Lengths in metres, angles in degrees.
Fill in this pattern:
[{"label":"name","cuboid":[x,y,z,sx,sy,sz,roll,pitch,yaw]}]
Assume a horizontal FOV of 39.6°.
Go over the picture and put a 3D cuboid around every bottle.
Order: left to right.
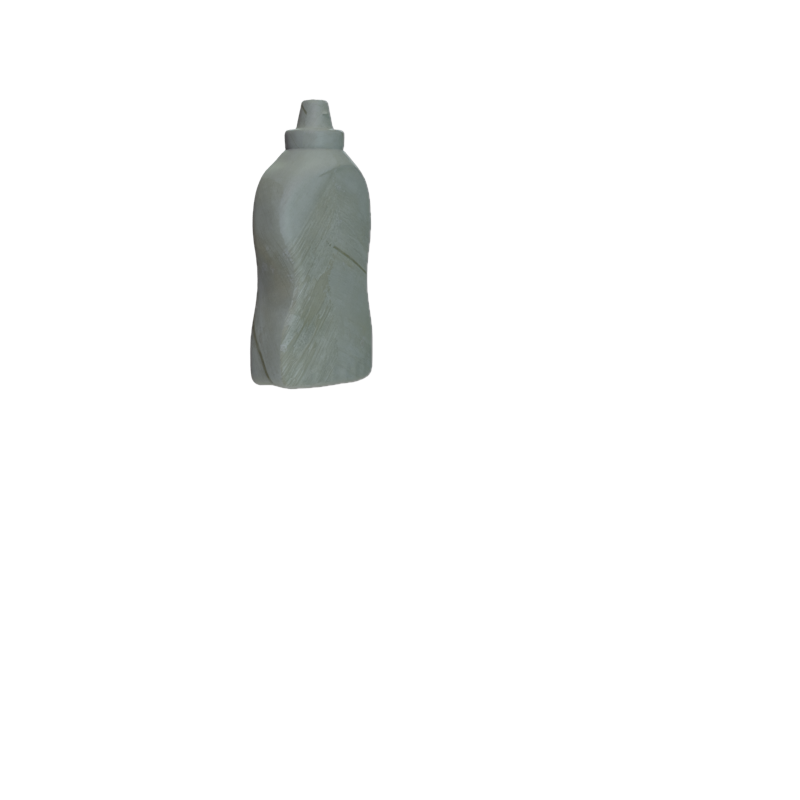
[{"label":"bottle","cuboid":[-0.059,-0.108,0.755,0.061,0.191,0.092,1,2,42]}]
